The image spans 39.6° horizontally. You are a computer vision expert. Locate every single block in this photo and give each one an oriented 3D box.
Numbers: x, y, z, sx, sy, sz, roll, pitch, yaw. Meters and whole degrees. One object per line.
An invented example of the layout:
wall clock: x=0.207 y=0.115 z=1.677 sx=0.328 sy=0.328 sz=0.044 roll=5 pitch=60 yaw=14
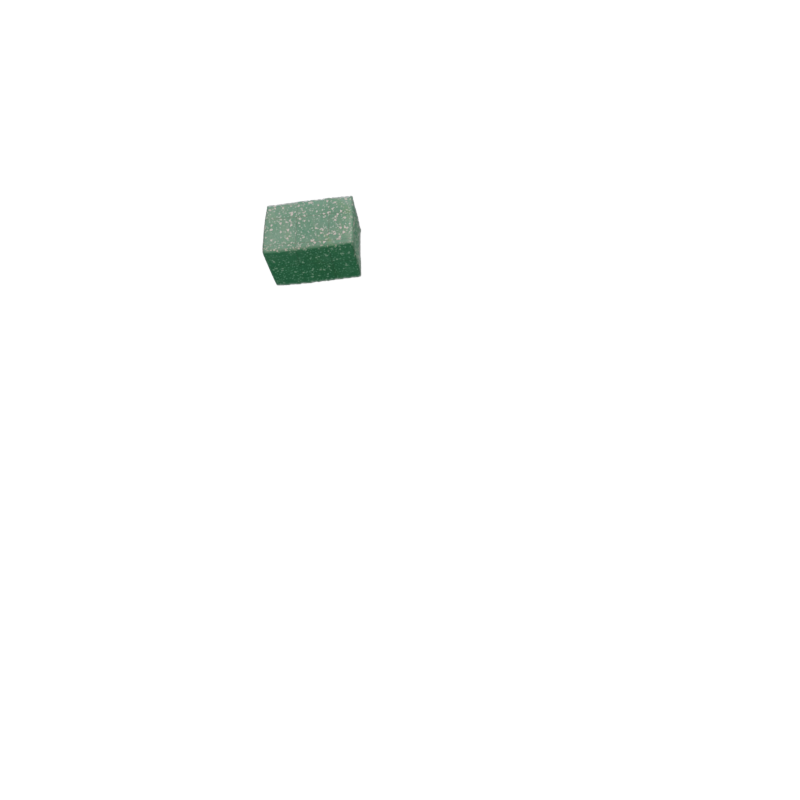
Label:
block: x=-0.075 y=-0.137 z=0.956 sx=0.079 sy=0.055 sz=0.049 roll=-6 pitch=-33 yaw=7
